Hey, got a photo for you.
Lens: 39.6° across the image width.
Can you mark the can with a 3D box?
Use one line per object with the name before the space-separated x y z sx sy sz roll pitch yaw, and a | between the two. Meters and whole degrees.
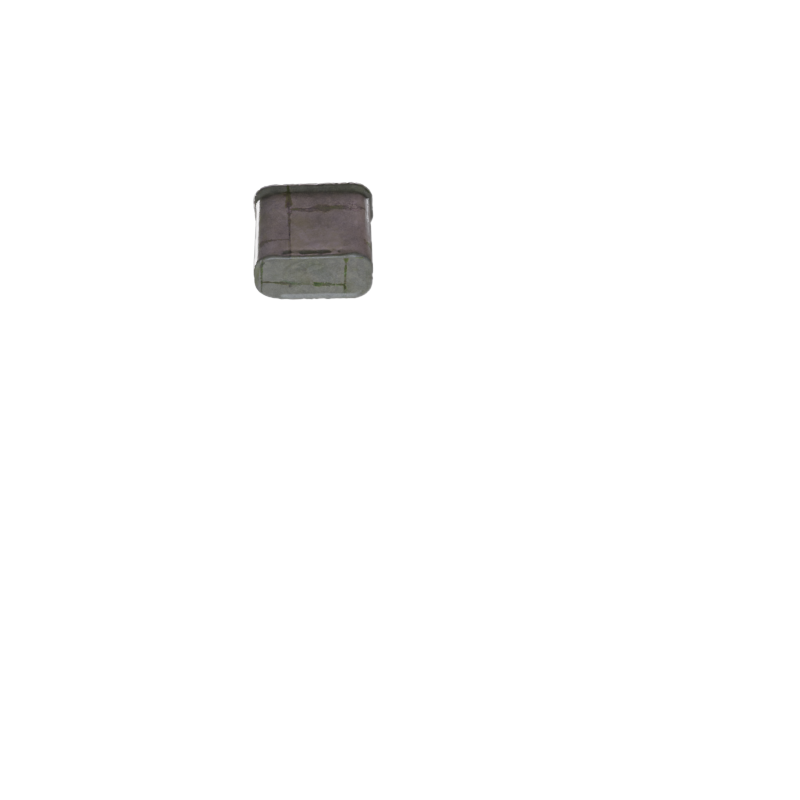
can | -0.072 -0.131 0.920 0.102 0.090 0.053 -2 -41 0
